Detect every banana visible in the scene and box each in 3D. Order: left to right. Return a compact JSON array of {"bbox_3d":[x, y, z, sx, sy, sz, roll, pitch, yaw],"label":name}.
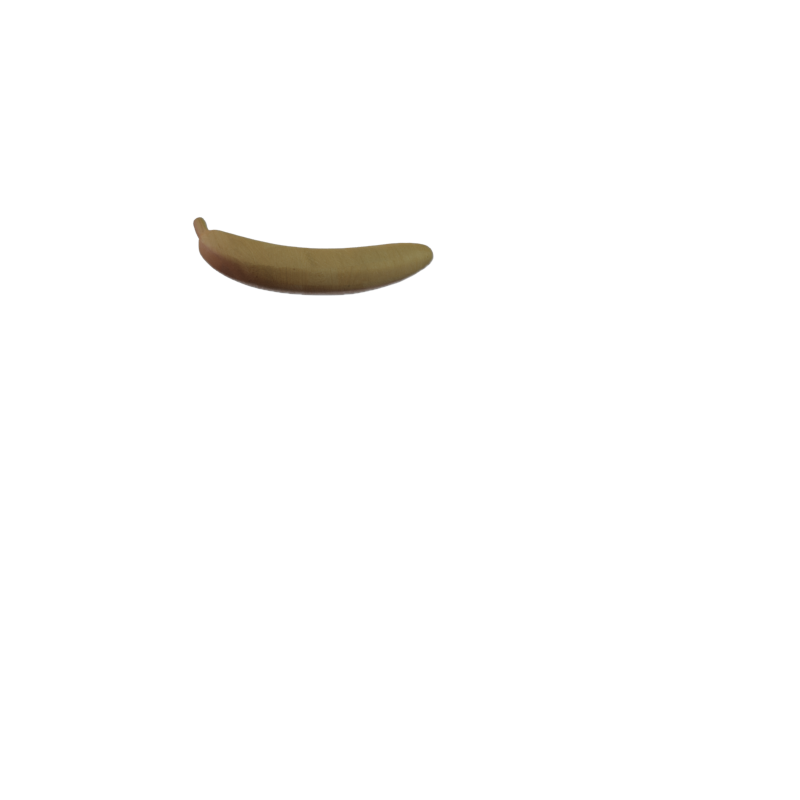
[{"bbox_3d":[-0.075,-0.111,0.866,0.200,0.074,0.034,9,-38,7],"label":"banana"}]
